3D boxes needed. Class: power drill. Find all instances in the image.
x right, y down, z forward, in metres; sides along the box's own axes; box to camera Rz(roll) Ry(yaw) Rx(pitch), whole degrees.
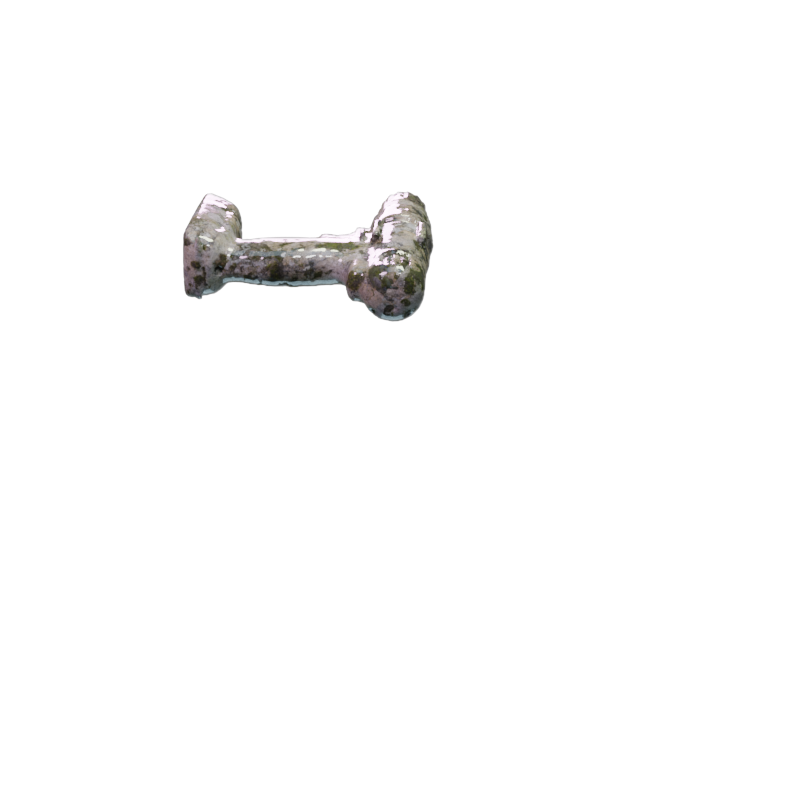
[{"bbox_3d":[-0.068,-0.125,0.873,0.189,0.054,0.193,2,28,4],"label":"power drill"}]
